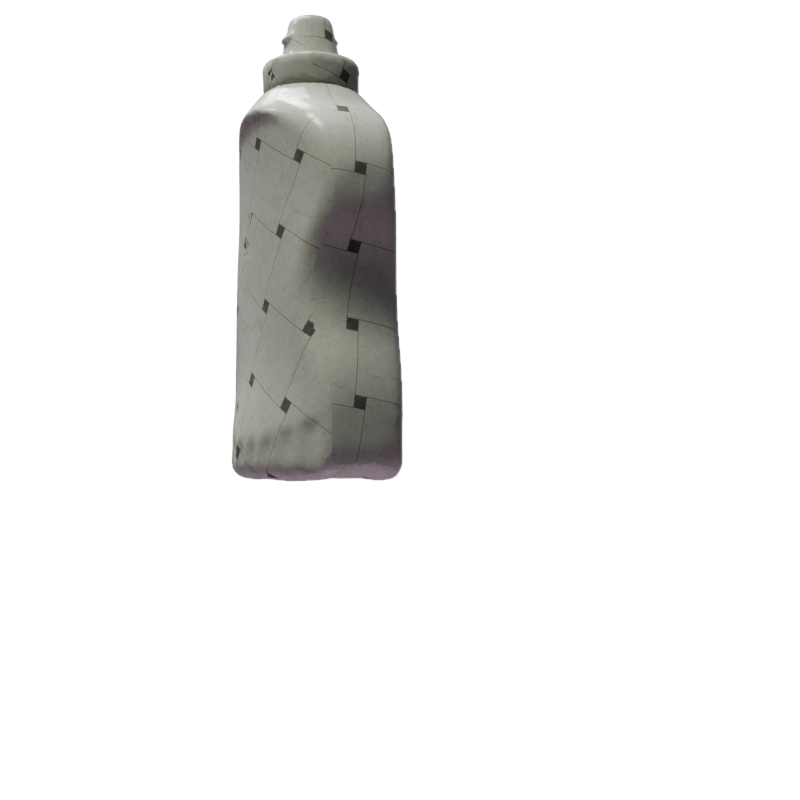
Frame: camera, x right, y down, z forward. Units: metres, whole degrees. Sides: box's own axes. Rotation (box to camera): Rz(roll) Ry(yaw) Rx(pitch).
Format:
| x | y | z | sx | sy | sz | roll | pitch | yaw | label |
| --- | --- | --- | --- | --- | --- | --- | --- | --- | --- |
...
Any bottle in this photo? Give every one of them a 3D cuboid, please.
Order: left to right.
| x | y | z | sx | sy | sz | roll | pitch | yaw | label |
| --- | --- | --- | --- | --- | --- | --- | --- | --- | --- |
| -0.036 | -0.065 | 0.457 | 0.056 | 0.197 | 0.097 | 4 | -10 | -25 | bottle |
